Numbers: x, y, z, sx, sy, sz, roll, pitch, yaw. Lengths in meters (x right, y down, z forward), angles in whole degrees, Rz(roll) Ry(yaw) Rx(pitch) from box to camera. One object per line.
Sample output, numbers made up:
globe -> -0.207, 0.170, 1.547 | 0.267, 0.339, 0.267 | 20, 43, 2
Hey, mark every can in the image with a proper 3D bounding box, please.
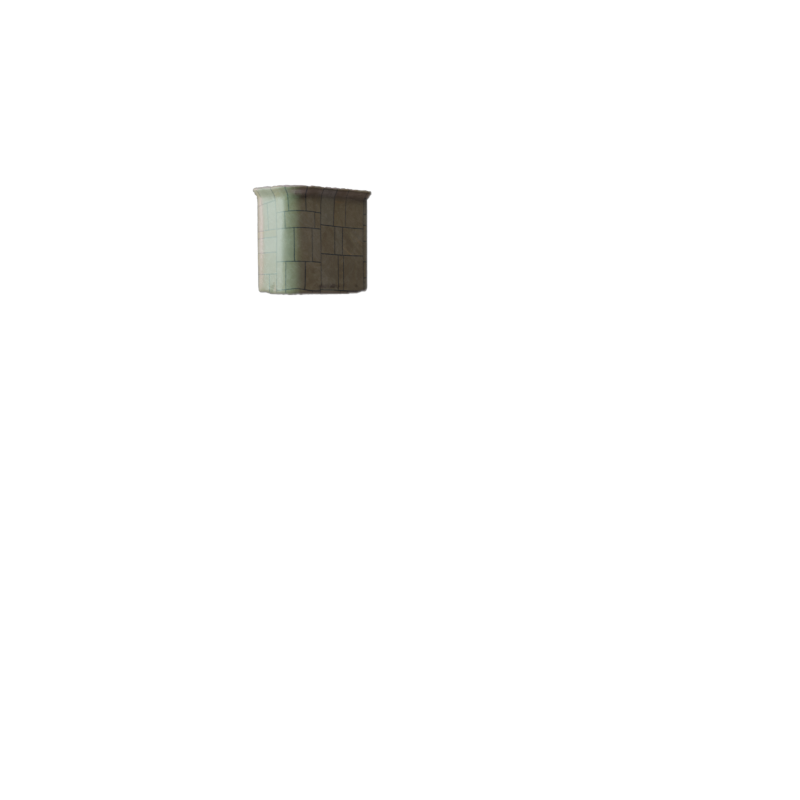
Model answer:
can -> -0.069, -0.126, 0.885 | 0.060, 0.084, 0.098 | 1, 3, 39
